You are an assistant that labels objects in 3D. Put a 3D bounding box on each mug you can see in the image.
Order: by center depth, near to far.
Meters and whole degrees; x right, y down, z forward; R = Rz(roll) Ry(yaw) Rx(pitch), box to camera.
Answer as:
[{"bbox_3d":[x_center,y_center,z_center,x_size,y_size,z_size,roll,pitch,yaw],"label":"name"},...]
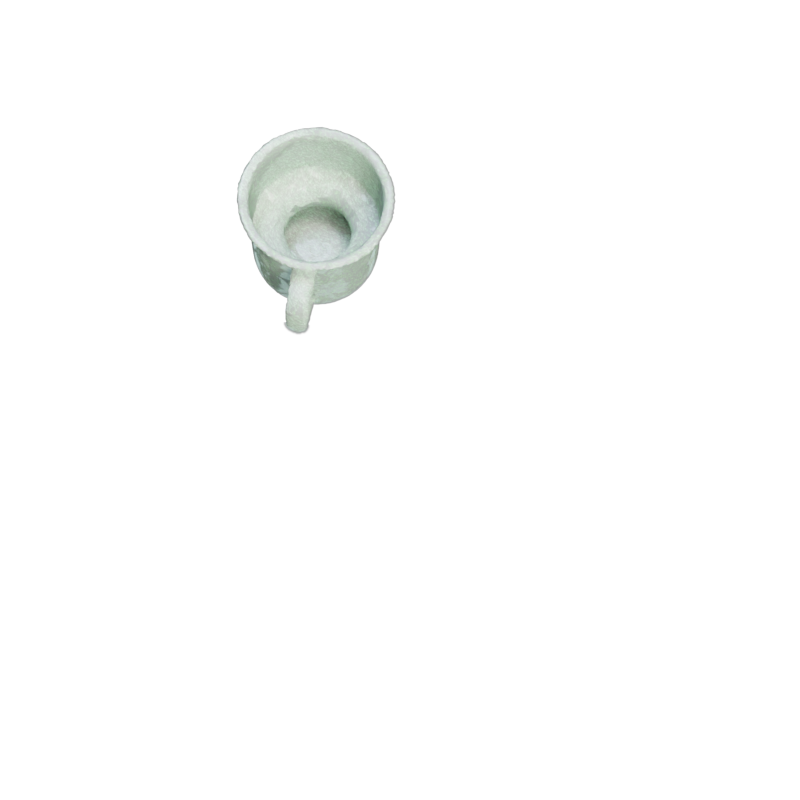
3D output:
[{"bbox_3d":[-0.053,-0.097,0.682,0.093,0.123,0.078,6,-20,0],"label":"mug"}]
